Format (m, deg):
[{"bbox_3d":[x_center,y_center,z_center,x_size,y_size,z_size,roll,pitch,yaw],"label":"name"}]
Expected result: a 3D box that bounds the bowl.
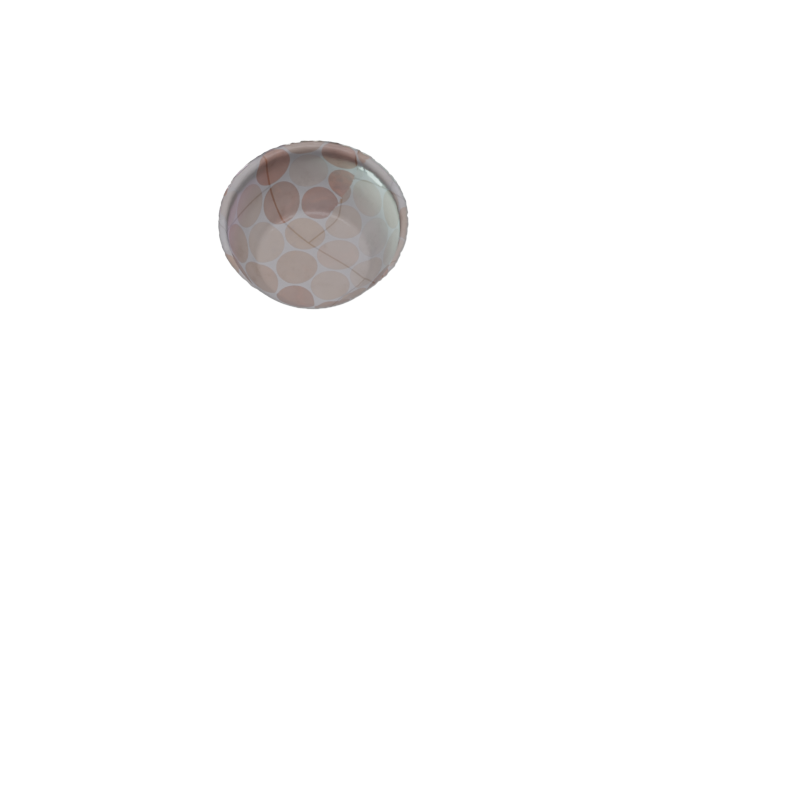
[{"bbox_3d":[-0.072,-0.131,0.917,0.162,0.152,0.059,1,35,-1],"label":"bowl"}]
